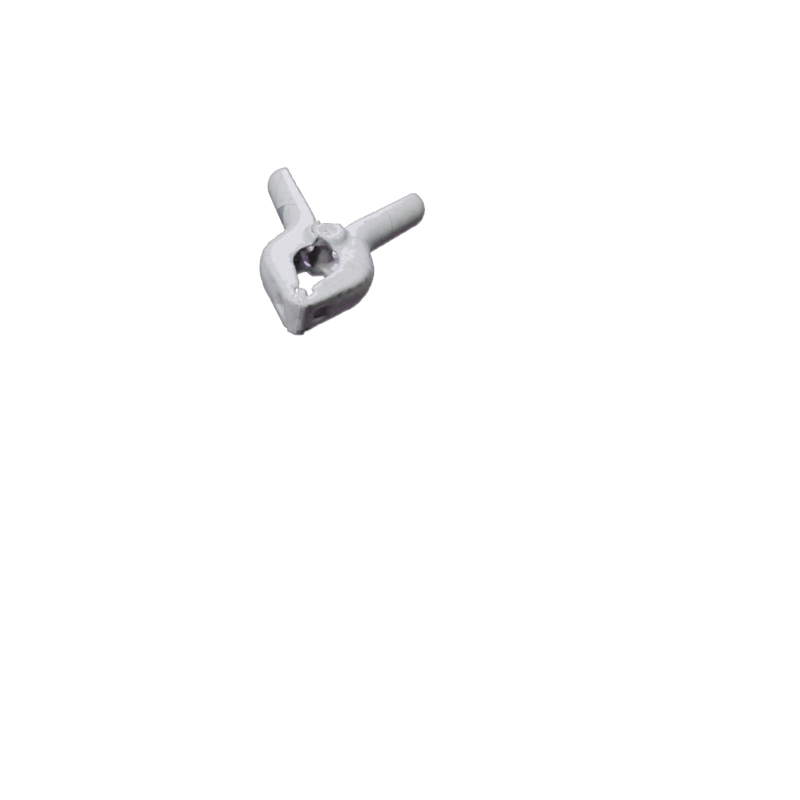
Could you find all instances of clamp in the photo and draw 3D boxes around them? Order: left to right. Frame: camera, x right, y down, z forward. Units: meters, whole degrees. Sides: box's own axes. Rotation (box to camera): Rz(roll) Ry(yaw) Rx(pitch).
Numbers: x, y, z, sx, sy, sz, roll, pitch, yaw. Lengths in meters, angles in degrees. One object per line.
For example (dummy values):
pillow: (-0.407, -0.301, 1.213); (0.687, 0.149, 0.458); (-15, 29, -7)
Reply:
clamp: (-0.062, -0.113, 0.791); (0.124, 0.037, 0.178); (12, 39, 15)
